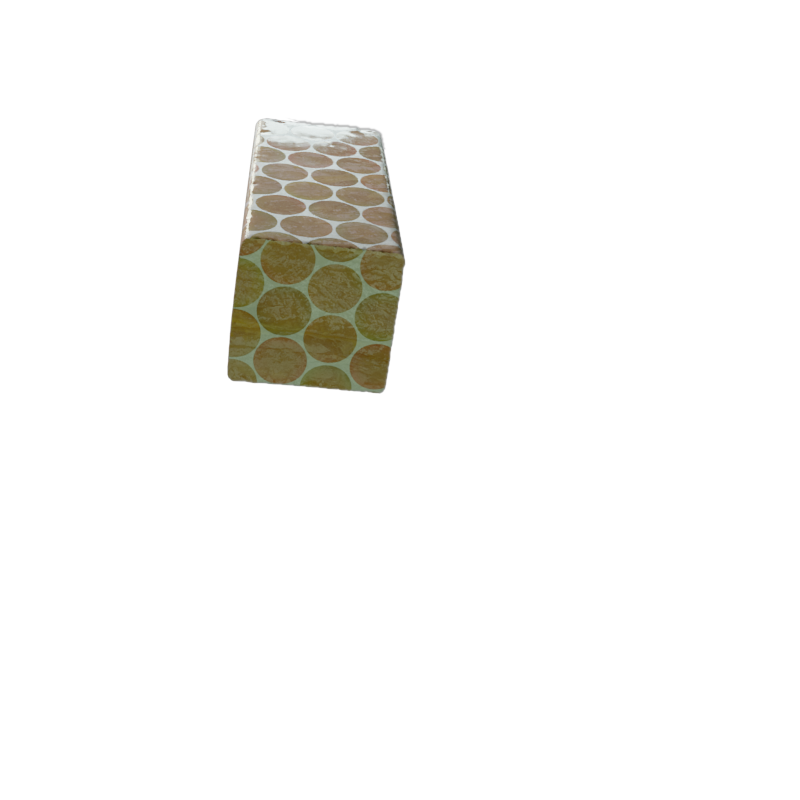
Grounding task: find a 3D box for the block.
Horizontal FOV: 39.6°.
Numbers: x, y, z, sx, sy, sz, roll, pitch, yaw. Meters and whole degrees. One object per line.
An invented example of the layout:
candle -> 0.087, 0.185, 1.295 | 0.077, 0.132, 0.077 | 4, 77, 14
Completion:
block -> -0.055, -0.100, 0.695 | 0.090, 0.086, 0.219 | 5, 29, -7
